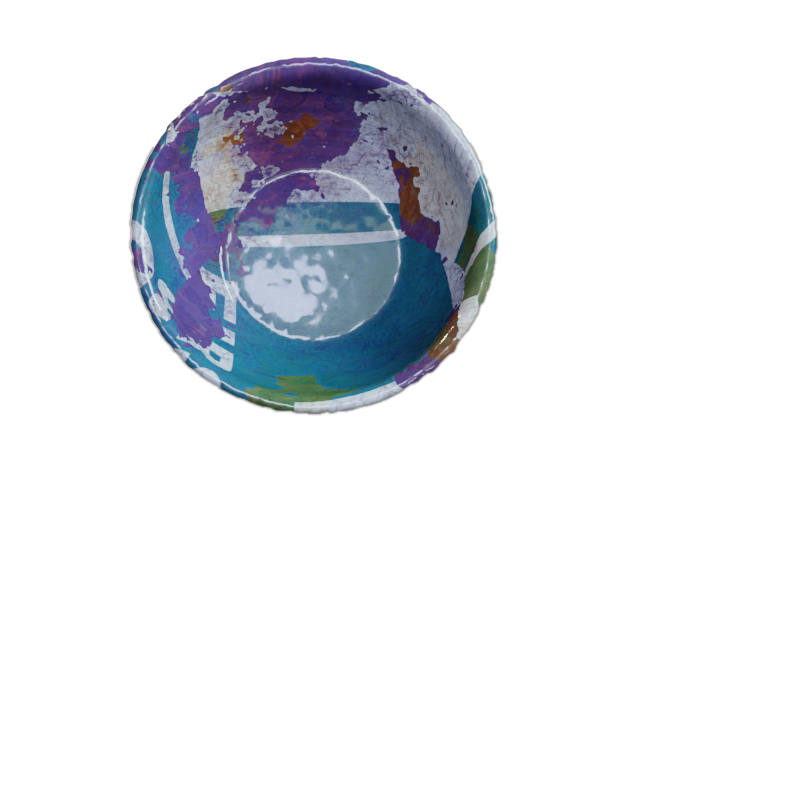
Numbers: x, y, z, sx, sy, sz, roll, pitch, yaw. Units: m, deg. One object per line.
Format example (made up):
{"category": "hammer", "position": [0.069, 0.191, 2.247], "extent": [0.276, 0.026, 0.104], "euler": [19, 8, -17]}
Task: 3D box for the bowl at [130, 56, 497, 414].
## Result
{"category": "bowl", "position": [-0.040, -0.073, 0.512], "extent": [0.162, 0.167, 0.053], "euler": [0, -12, -1]}
